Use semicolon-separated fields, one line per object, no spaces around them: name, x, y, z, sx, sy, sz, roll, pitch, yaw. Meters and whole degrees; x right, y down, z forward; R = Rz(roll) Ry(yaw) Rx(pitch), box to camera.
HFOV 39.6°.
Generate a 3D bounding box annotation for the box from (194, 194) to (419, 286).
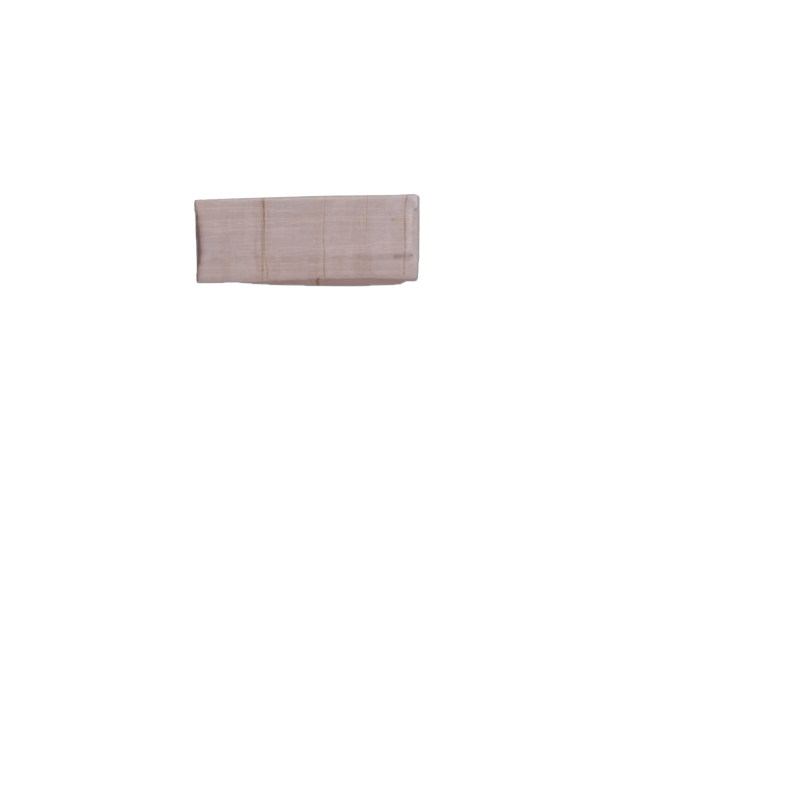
box;-0.038;-0.070;0.489;0.090;0.039;0.113;0;4;0
